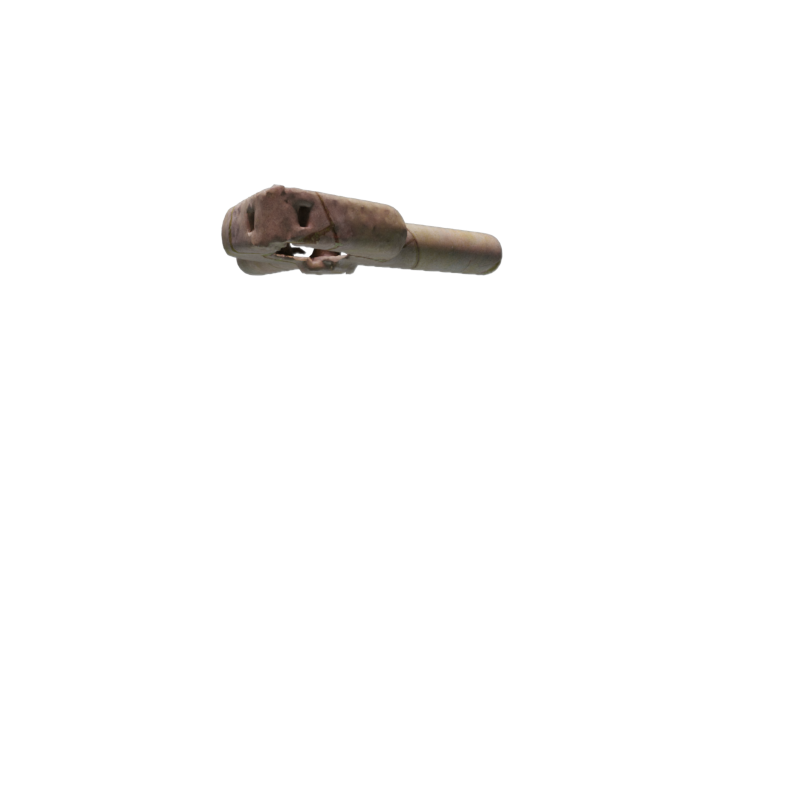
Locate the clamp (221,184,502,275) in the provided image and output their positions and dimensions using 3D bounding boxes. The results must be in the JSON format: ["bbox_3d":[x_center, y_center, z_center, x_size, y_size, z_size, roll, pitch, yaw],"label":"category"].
[{"bbox_3d":[-0.047,-0.086,0.601,0.169,0.037,0.203,1,2,20],"label":"clamp"}]
